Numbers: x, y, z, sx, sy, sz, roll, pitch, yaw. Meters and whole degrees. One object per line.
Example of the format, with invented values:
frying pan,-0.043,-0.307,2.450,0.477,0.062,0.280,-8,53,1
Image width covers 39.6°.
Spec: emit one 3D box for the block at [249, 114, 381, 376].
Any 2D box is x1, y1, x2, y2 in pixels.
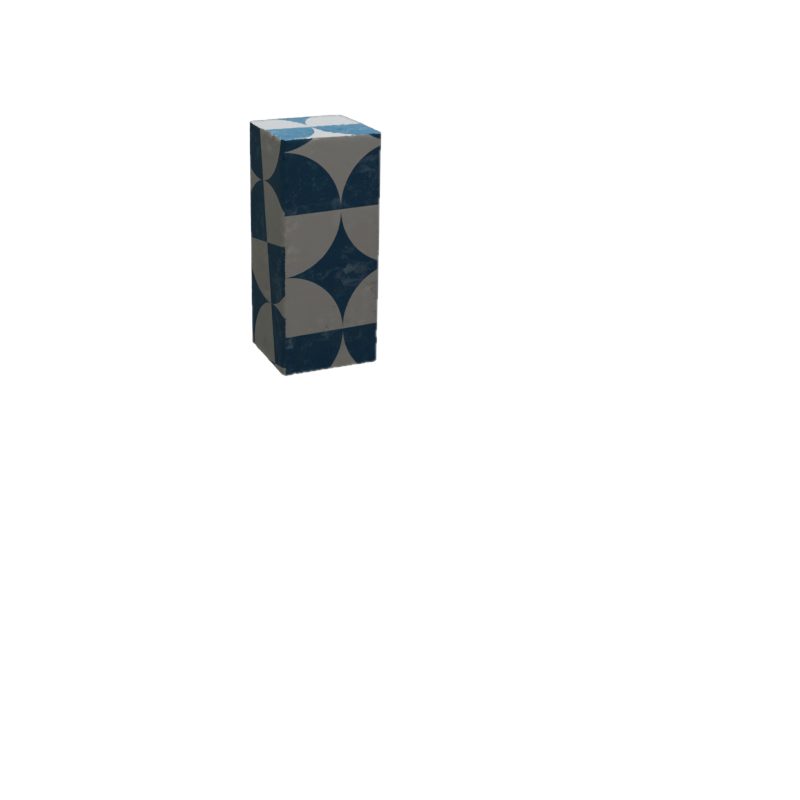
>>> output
block,-0.076,-0.139,0.972,0.089,0.198,0.096,-7,21,-23
